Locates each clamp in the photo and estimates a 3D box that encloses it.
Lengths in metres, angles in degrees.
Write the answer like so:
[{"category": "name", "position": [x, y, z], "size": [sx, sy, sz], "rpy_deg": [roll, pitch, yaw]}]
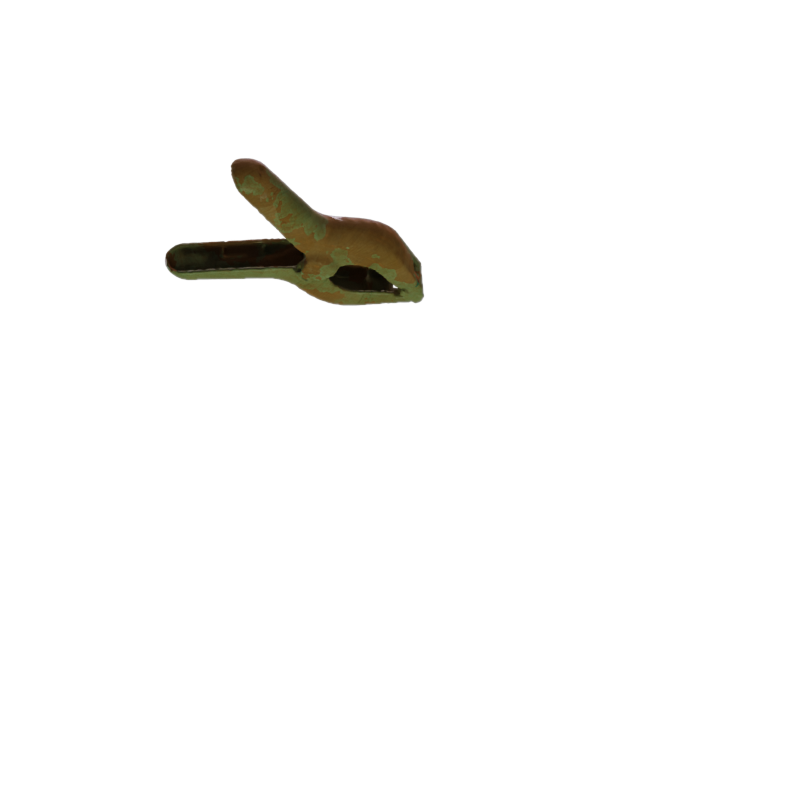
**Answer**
[{"category": "clamp", "position": [-0.056, -0.102, 0.712], "size": [0.167, 0.041, 0.117], "rpy_deg": [8, -24, -18]}]
